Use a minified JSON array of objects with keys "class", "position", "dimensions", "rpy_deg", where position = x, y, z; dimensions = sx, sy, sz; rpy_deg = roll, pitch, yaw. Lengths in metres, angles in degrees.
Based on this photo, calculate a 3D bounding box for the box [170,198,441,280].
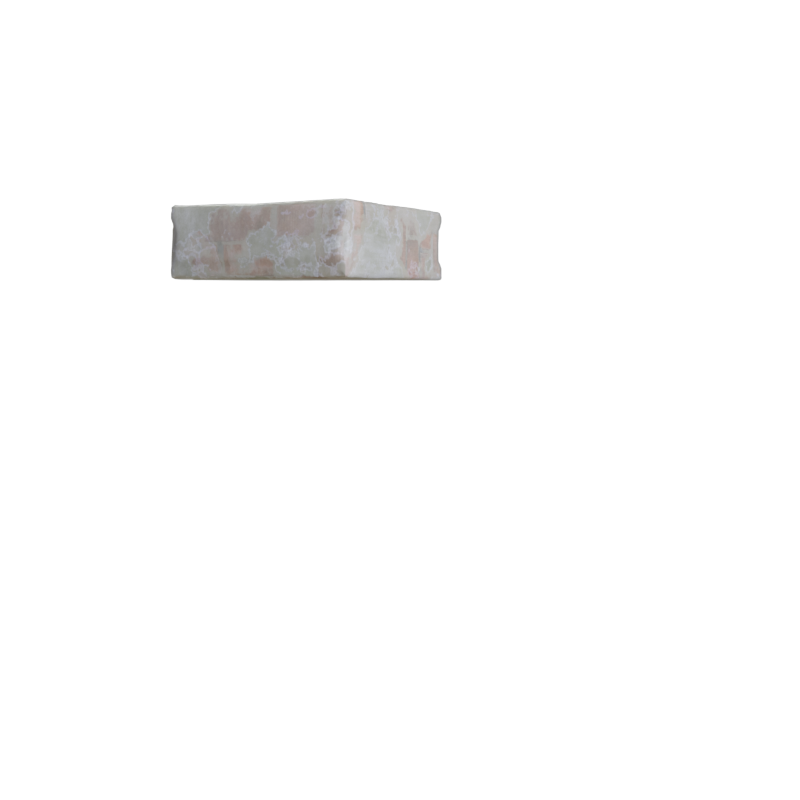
[{"class":"box","position":[-0.033,-0.061,0.425],"dimensions":[0.075,0.030,0.087],"rpy_deg":[3,6,26]}]
